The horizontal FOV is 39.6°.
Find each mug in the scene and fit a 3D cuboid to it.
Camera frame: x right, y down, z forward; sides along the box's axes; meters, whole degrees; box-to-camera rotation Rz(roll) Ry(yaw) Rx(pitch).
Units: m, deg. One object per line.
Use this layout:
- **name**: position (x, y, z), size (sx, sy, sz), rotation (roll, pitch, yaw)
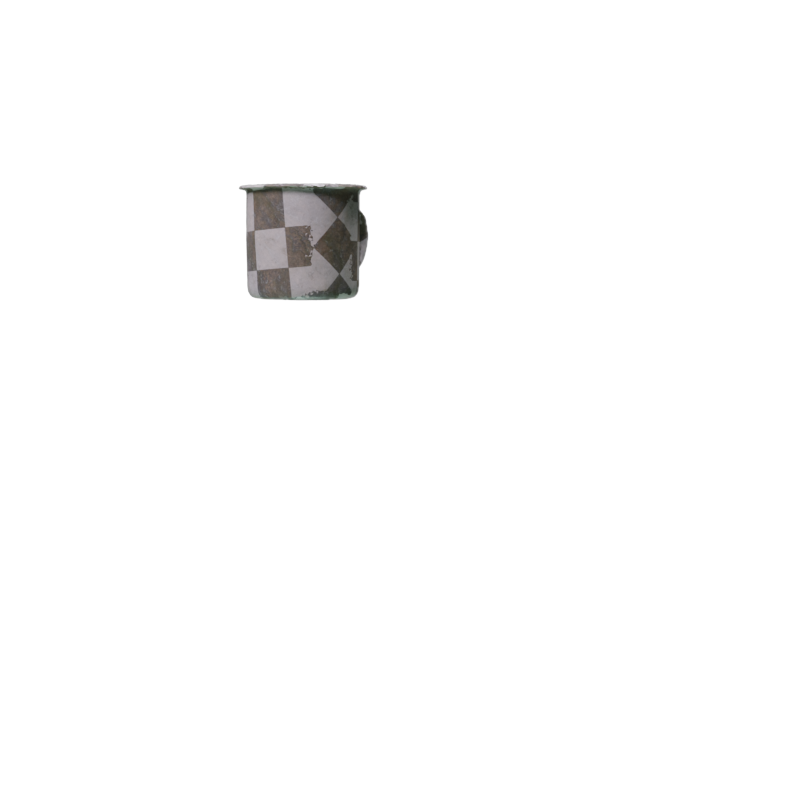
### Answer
- **mug**: position (-0.064, -0.117, 0.816), size (0.097, 0.081, 0.113), rotation (4, 7, 35)
